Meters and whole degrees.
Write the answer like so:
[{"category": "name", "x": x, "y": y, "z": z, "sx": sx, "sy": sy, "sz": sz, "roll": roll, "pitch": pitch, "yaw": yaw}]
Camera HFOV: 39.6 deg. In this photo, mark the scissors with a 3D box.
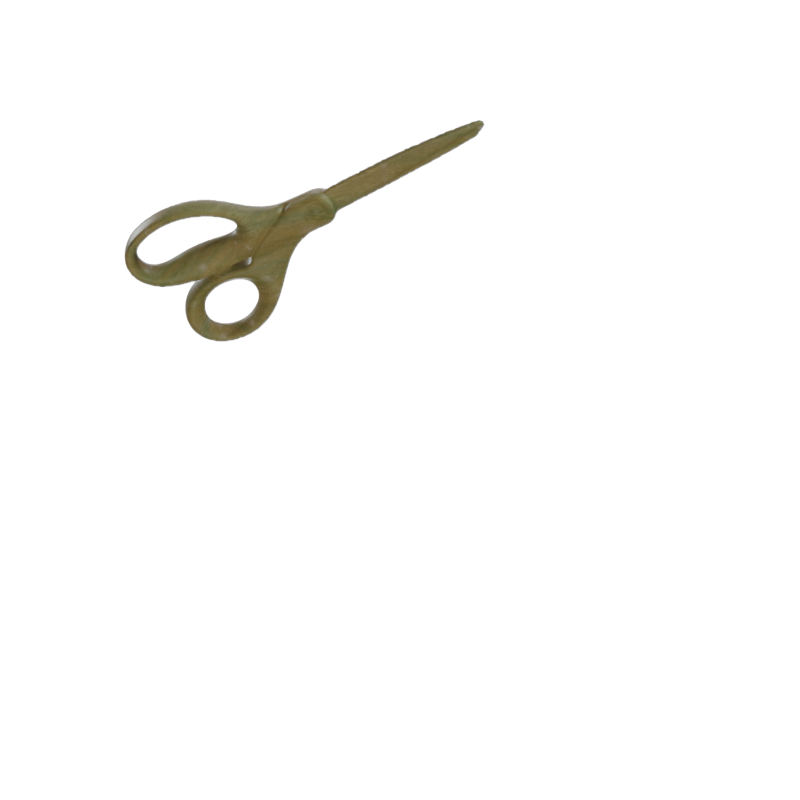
[{"category": "scissors", "x": -0.046, "y": -0.085, "z": 0.593, "sx": 0.203, "sy": 0.089, "sz": 0.017, "roll": -12, "pitch": 34, "yaw": 8}]
